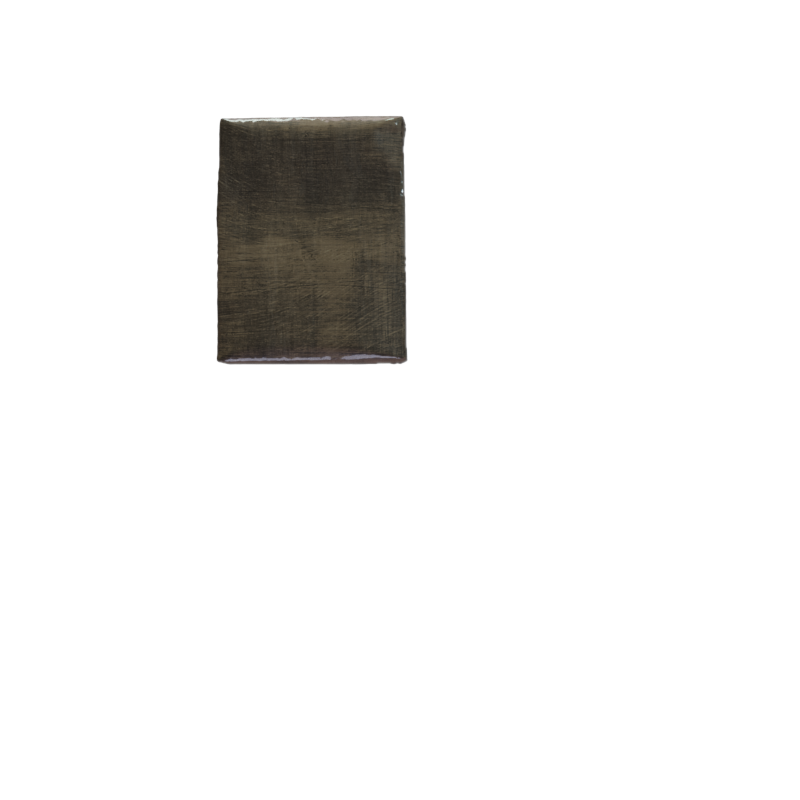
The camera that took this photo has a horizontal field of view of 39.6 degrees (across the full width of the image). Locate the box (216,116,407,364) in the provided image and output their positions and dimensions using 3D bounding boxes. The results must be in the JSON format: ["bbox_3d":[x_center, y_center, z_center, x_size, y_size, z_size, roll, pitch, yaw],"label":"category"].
[{"bbox_3d":[-0.076,-0.139,0.971,0.165,0.217,0.070,0,-6,3],"label":"box"}]
